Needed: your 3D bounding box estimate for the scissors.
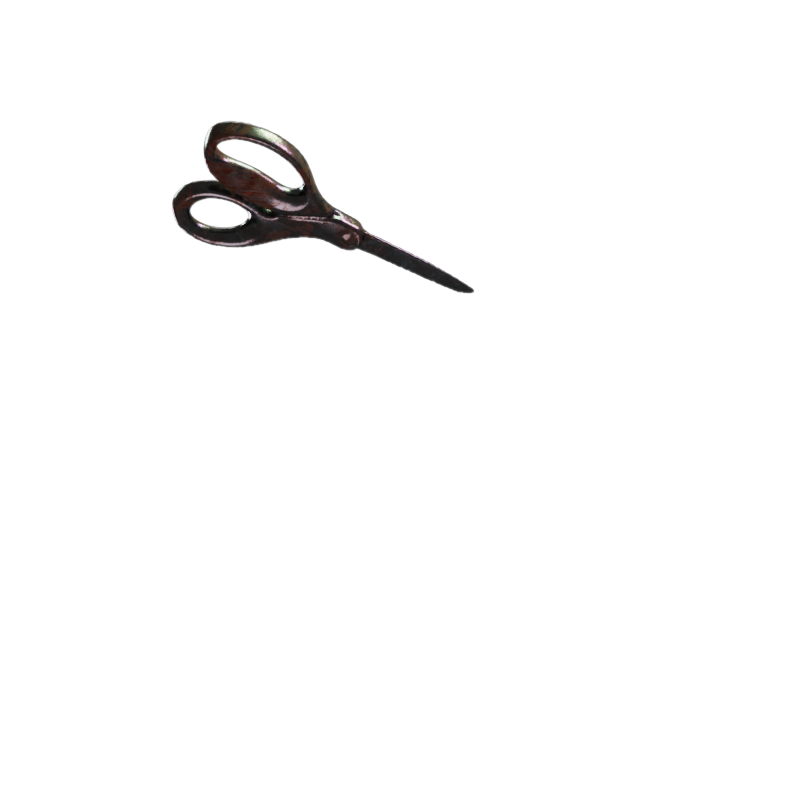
[{"bbox_3d":[-0.052,-0.095,0.666,0.096,0.017,0.188,-29,-48,30],"label":"scissors"}]
